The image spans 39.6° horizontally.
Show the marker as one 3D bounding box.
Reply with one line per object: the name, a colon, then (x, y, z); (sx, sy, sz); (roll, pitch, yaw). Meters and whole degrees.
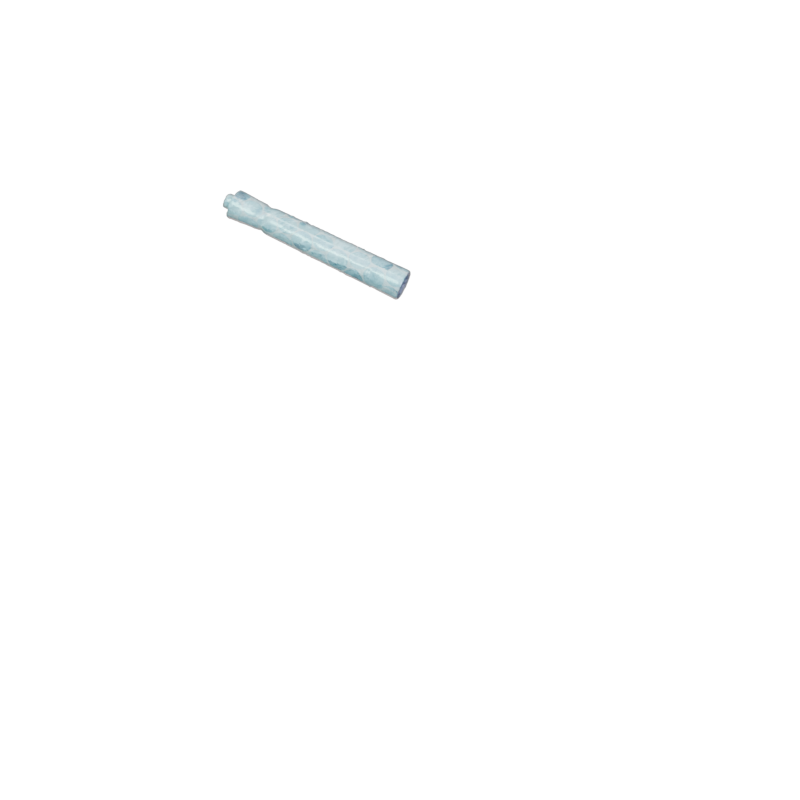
marker: (-0.052, -0.094, 0.659); (0.125, 0.019, 0.019); (27, 10, 13)
